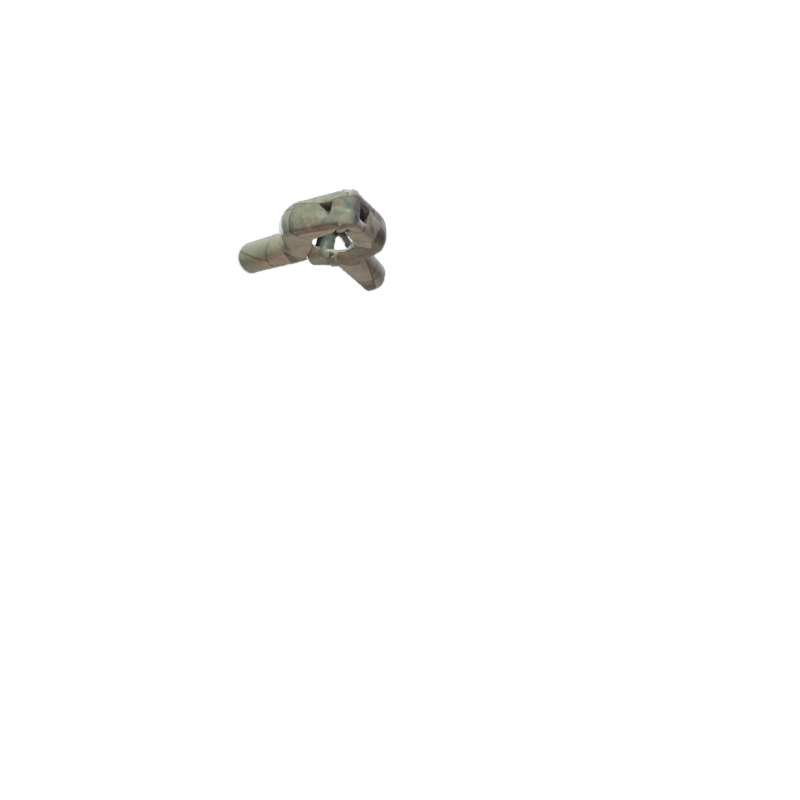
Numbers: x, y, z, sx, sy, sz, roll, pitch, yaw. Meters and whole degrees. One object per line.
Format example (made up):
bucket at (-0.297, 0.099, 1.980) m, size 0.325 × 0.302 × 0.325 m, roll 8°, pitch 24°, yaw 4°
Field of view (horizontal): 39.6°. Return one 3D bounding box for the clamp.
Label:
clamp at (-0.066, -0.120, 0.842) m, size 0.120 × 0.041 × 0.165 m, roll 1°, pitch -13°, yaw -4°
